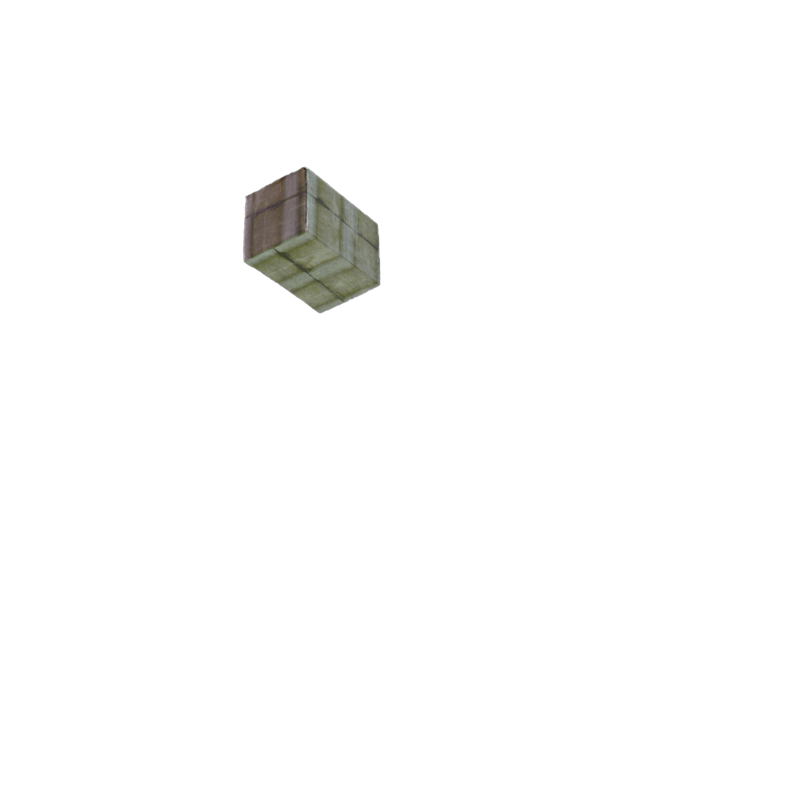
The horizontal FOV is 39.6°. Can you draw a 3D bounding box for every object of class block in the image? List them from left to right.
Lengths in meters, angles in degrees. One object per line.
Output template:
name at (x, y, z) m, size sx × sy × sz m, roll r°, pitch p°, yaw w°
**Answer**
block at (-0.055, -0.101, 0.705) m, size 0.053 × 0.055 × 0.072 m, roll -23°, pitch -38°, yaw 29°
